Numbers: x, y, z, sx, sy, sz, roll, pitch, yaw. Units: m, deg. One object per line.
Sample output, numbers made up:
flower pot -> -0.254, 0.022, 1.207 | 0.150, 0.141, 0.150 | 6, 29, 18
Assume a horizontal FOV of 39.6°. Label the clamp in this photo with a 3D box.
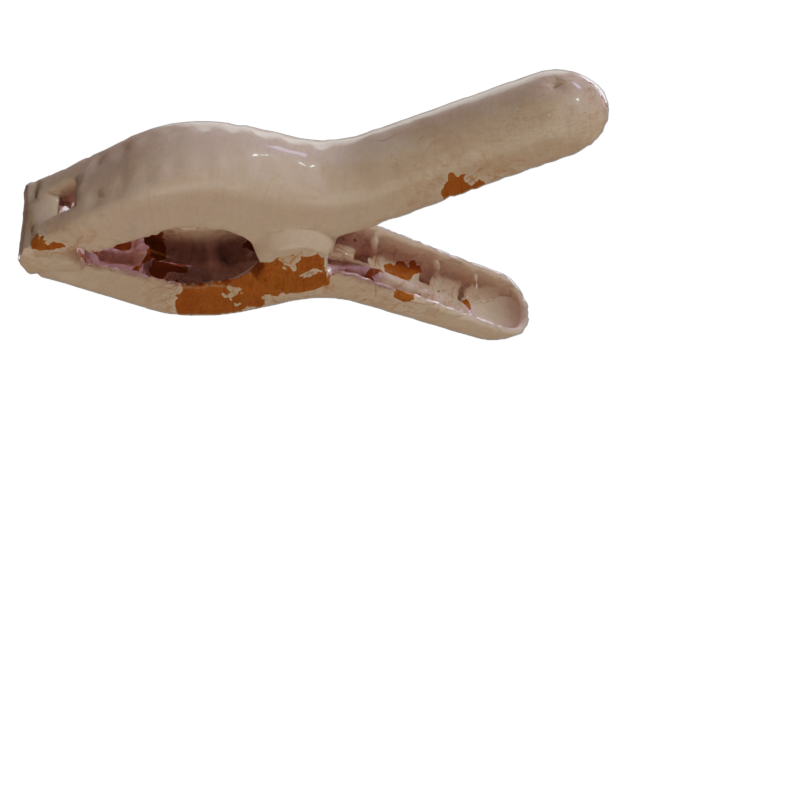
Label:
clamp -> -0.027, -0.049, 0.346 | 0.172, 0.042, 0.111 | -3, -36, 4
